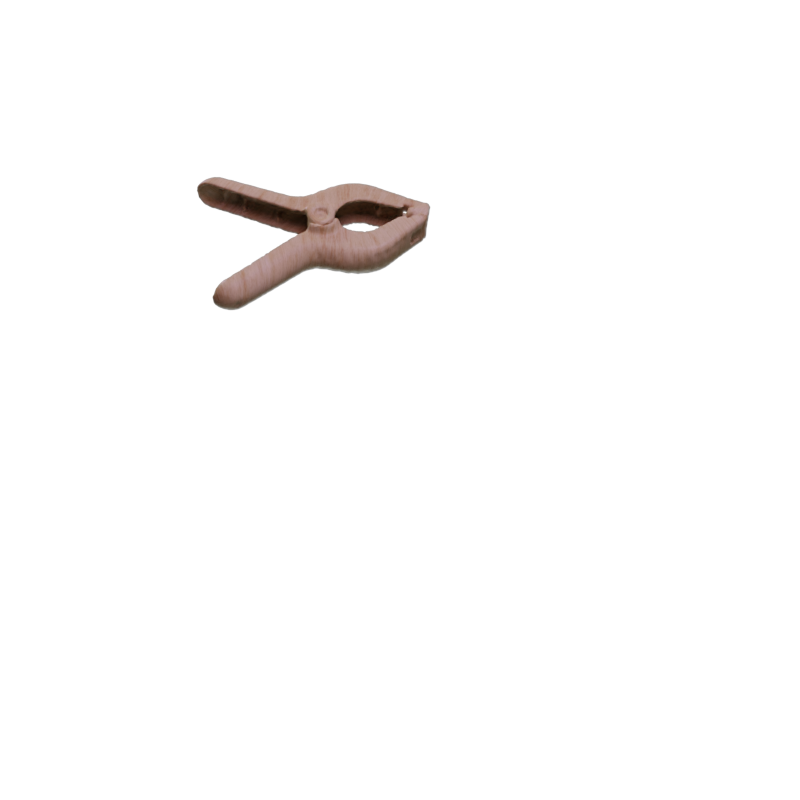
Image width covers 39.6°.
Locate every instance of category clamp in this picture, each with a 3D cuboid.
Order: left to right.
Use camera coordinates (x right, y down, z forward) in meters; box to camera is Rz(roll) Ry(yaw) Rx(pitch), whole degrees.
[{"bbox_3d":[-0.062,-0.114,0.796,0.171,0.129,0.037,-2,-34,-1],"label":"clamp"}]
